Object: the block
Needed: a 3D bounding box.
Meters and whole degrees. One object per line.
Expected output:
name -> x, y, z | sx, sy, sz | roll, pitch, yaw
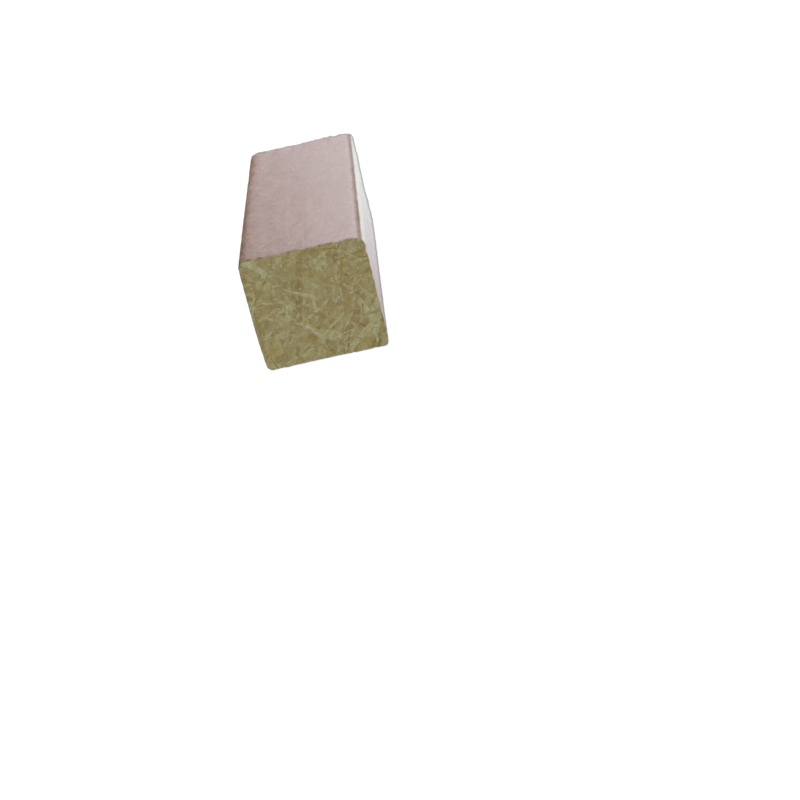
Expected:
block -> -0.067, -0.123, 0.856 | 0.091, 0.084, 0.219 | -12, 31, 4
